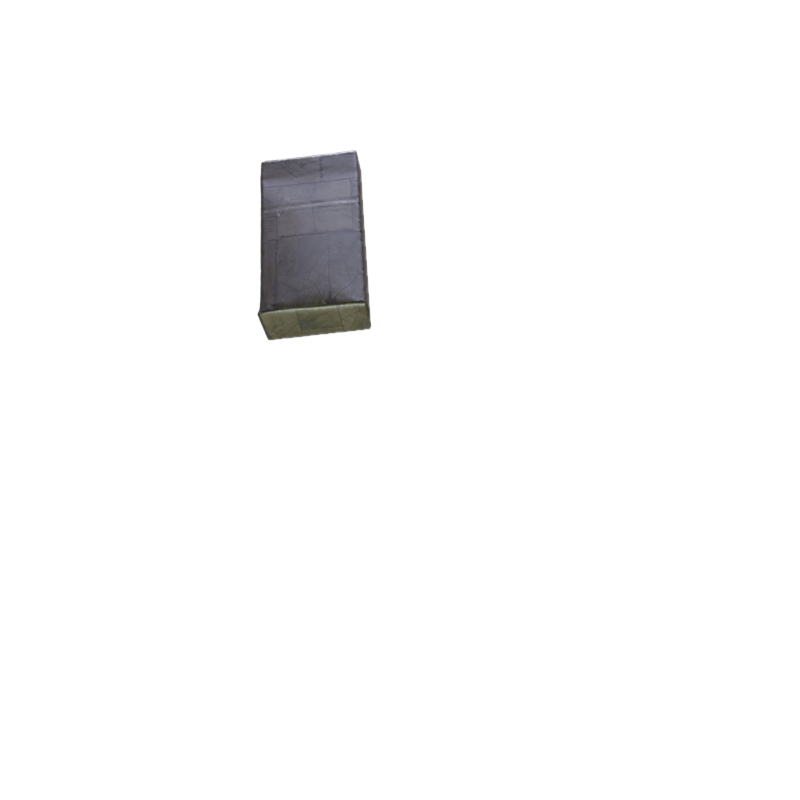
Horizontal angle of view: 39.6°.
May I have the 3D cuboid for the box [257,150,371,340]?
[{"bbox_3d":[-0.077,-0.140,0.985,0.094,0.189,0.044,-7,-38,5],"label":"box"}]
